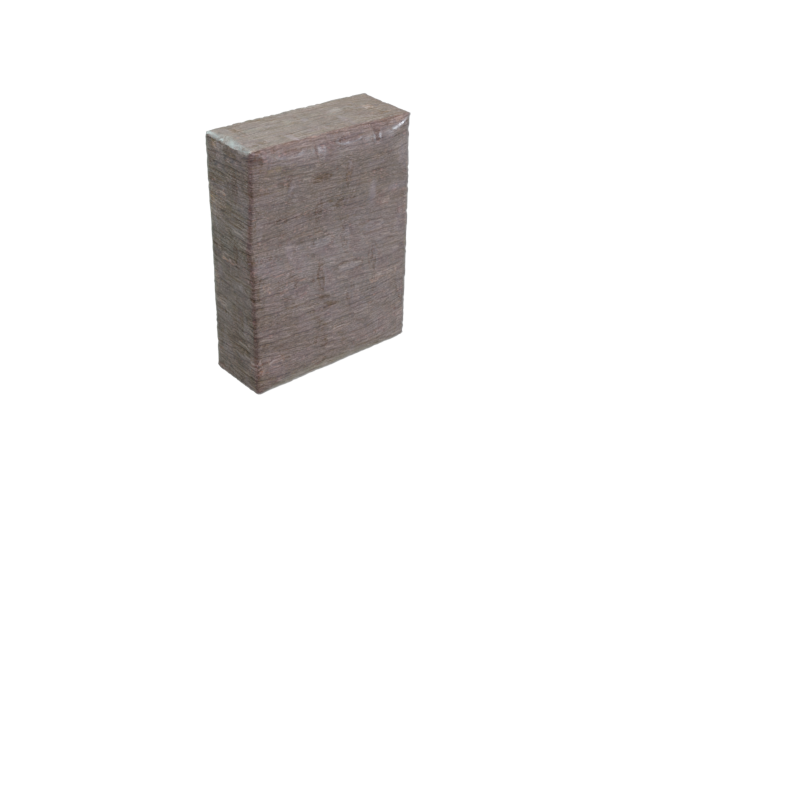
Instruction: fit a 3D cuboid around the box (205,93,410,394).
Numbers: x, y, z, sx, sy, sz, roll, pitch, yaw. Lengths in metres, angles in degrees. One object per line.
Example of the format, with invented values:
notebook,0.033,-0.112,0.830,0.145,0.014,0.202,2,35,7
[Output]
box,-0.072,-0.132,0.925,0.162,0.202,0.077,-21,36,-35
